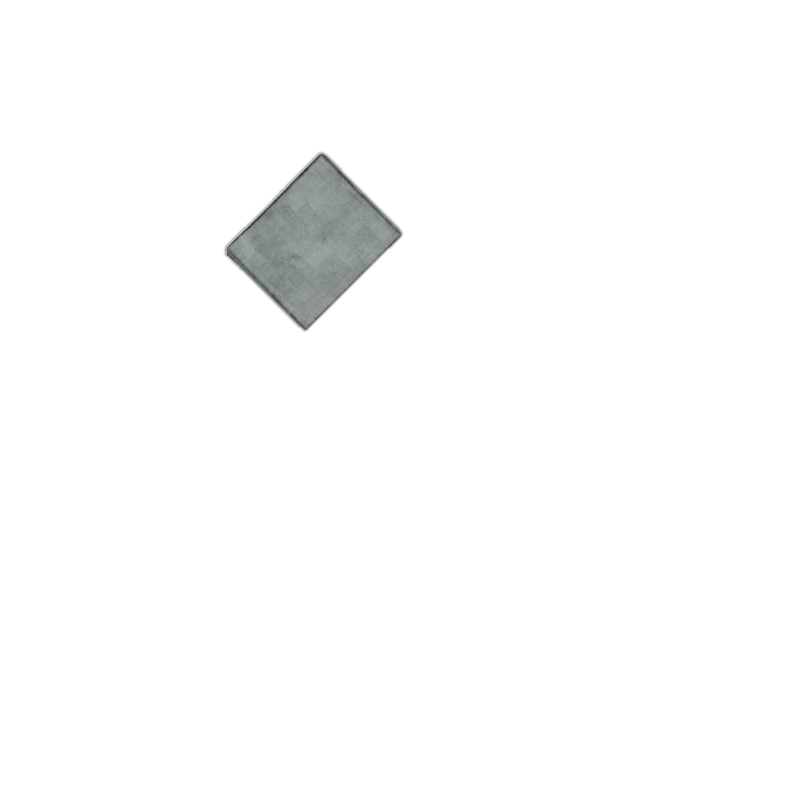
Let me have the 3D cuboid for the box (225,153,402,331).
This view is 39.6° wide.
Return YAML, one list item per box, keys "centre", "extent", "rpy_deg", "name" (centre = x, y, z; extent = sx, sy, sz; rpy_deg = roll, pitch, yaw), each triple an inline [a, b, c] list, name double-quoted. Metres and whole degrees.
- centre: [-0.055, -0.100, 0.703]
  extent: [0.089, 0.073, 0.030]
  rpy_deg: [-45, 3, 2]
  name: "box"
